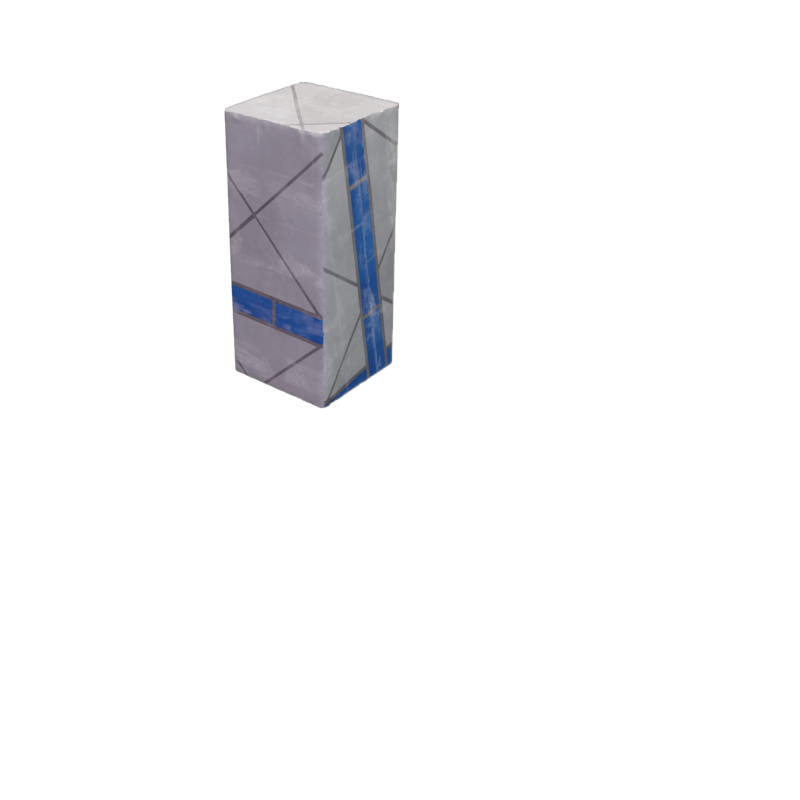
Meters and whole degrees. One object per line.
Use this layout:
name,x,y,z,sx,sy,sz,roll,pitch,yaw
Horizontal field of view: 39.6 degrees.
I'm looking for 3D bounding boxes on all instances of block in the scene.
block,-0.063,-0.114,0.801,0.096,0.195,0.090,20,32,32
